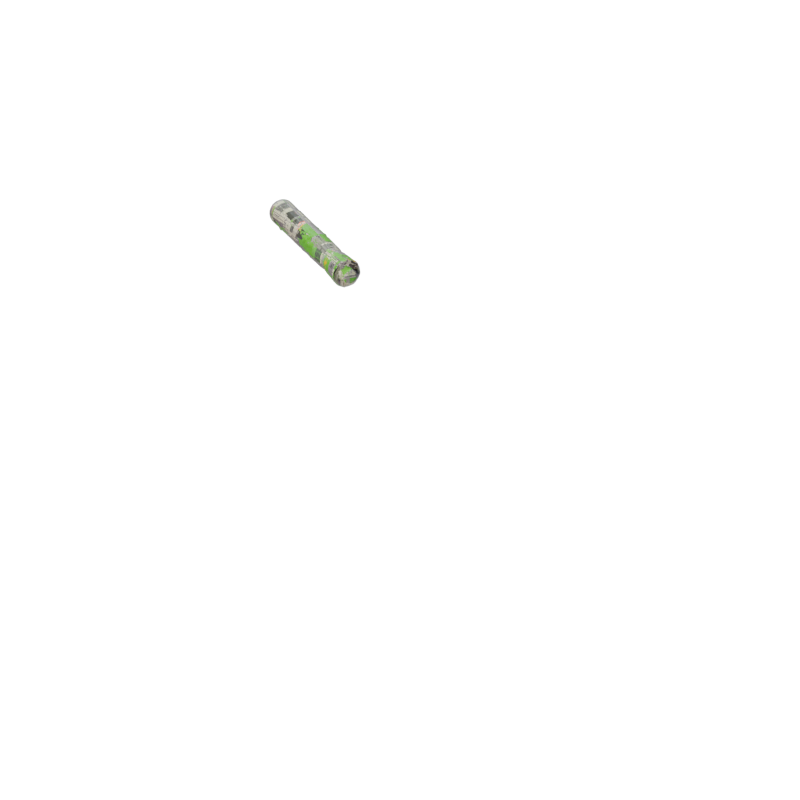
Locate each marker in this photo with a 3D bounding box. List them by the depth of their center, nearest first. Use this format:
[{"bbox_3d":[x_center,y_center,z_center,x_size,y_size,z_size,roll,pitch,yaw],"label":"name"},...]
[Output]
[{"bbox_3d":[-0.058,-0.106,0.739,0.019,0.019,0.130,-2,28,-26],"label":"marker"}]
